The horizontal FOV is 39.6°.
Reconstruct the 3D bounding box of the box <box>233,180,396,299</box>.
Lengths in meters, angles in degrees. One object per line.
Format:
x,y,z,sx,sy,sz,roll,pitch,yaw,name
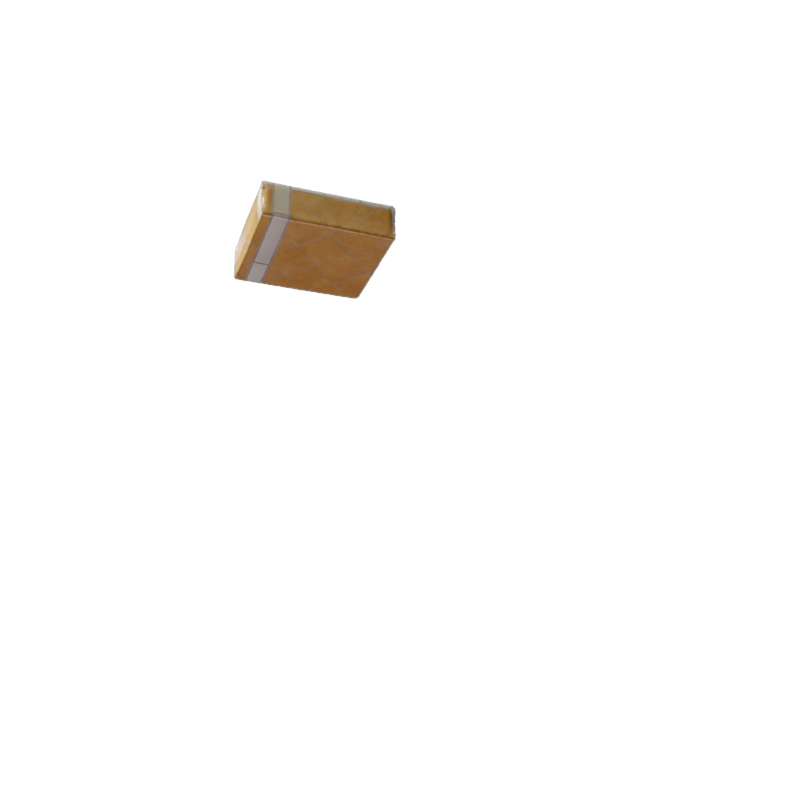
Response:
-0.056,-0.102,0.712,0.087,0.032,0.070,9,-32,-15,box
